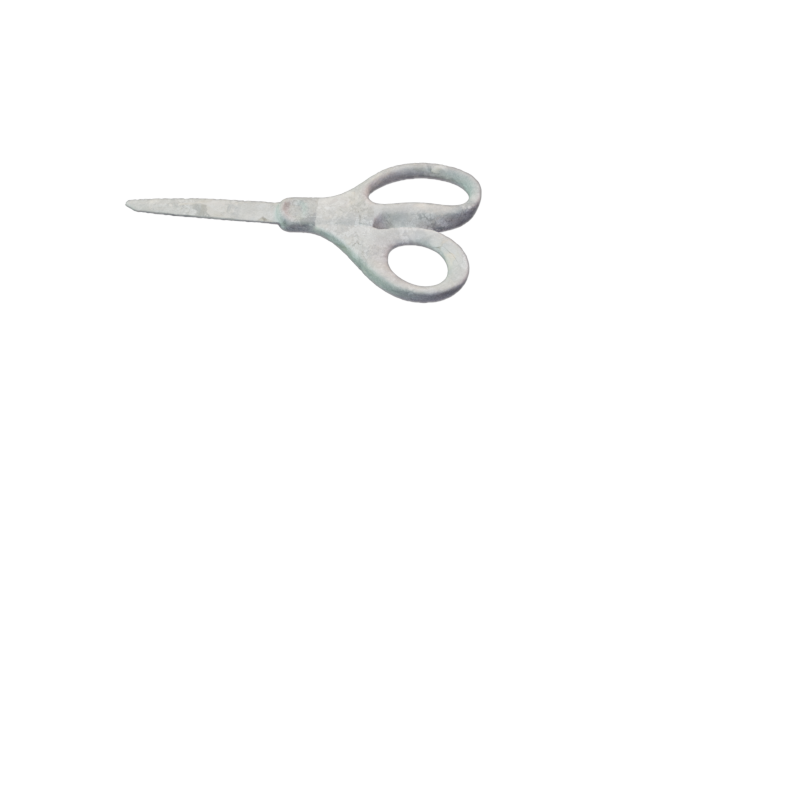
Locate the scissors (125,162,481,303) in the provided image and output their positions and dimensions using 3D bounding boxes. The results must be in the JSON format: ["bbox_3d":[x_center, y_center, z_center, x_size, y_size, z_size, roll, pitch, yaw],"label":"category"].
[{"bbox_3d":[-0.049,-0.089,0.622,0.200,0.103,0.015,-11,-29,-6],"label":"scissors"}]
